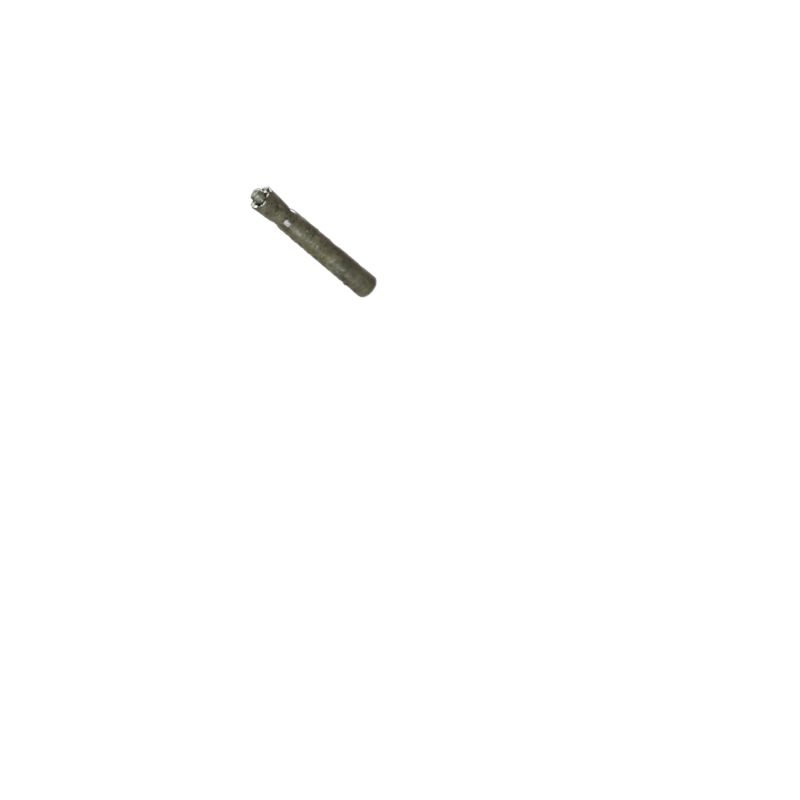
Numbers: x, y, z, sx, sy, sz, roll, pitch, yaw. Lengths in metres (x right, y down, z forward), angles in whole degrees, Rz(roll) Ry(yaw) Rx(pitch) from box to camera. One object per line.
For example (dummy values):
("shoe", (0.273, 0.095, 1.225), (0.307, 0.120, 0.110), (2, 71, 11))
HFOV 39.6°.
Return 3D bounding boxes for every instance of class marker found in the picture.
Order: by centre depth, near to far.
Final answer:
("marker", (-0.062, -0.113, 0.793), (0.113, 0.020, 0.020), (38, -20, -32))
